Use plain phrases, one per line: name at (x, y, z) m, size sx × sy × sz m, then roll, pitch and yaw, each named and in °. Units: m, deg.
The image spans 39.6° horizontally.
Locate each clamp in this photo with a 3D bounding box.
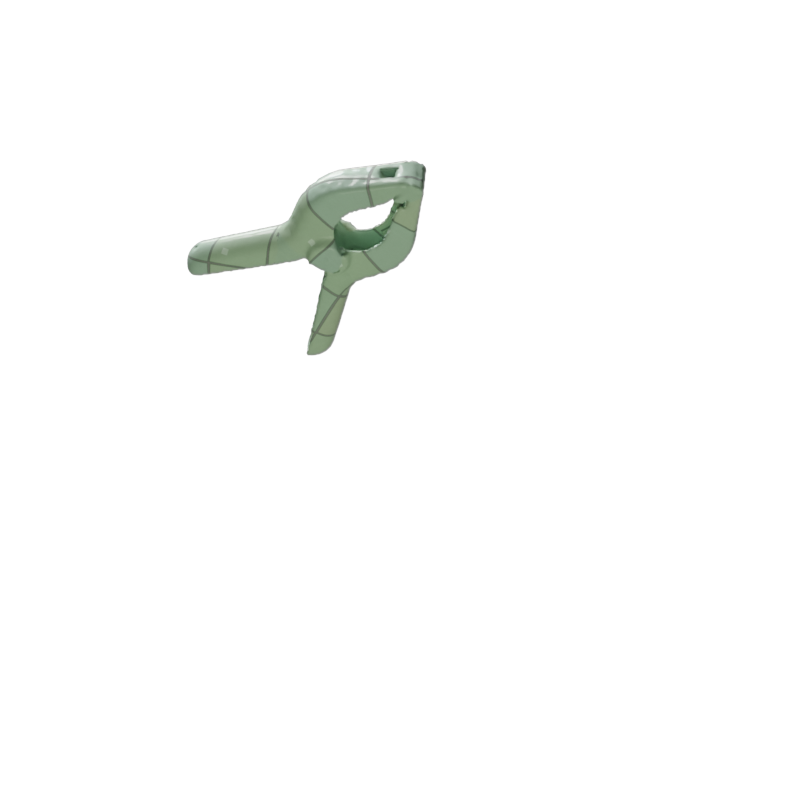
clamp at (-0.056, -0.103, 0.719) m, size 0.115 × 0.042 × 0.167 m, roll 26°, pitch -50°, yaw -24°
